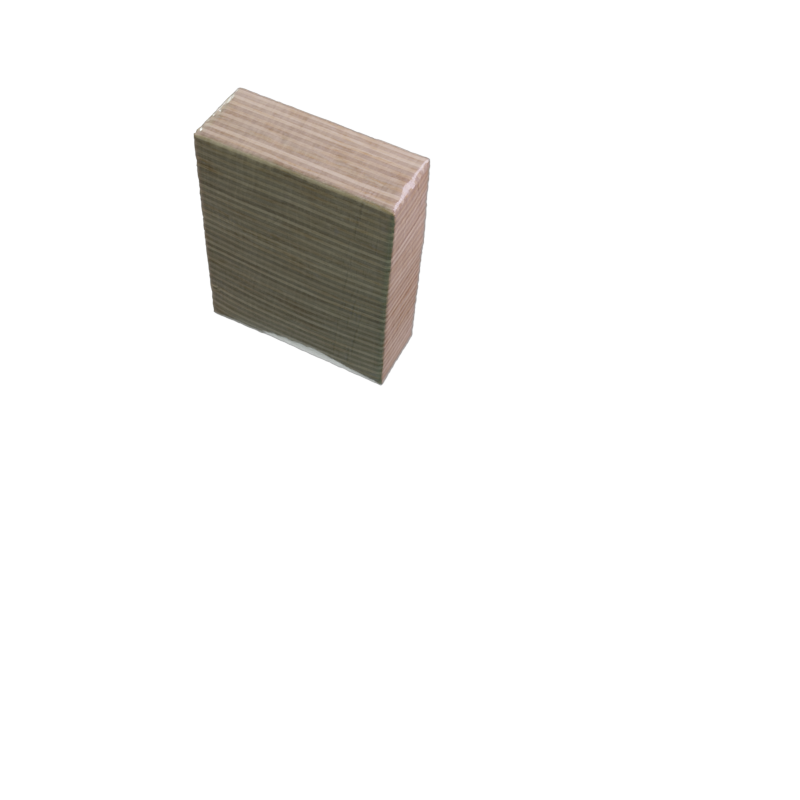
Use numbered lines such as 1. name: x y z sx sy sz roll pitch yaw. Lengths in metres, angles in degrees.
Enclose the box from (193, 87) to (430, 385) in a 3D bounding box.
1. box: -0.068 -0.124 0.867 0.170 0.074 0.199 25 -34 15
